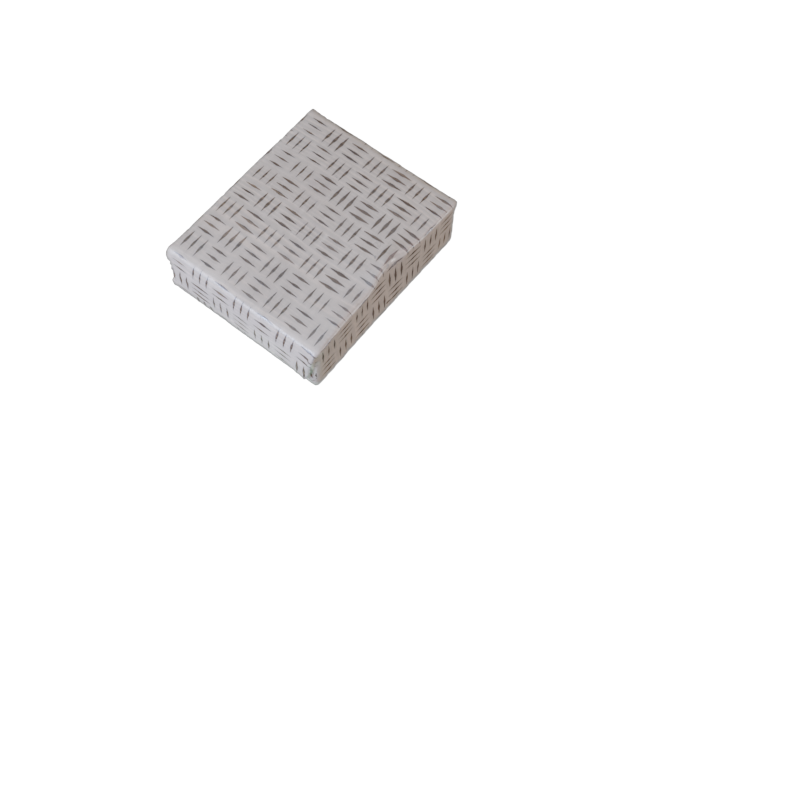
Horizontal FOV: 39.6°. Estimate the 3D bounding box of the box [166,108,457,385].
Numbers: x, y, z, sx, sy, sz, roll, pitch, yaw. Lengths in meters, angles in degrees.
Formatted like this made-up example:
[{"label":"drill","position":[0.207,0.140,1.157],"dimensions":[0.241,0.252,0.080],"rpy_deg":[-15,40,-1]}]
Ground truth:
[{"label":"box","position":[-0.033,-0.061,0.426],"dimensions":[0.076,0.091,0.028],"rpy_deg":[34,-25,18]}]
